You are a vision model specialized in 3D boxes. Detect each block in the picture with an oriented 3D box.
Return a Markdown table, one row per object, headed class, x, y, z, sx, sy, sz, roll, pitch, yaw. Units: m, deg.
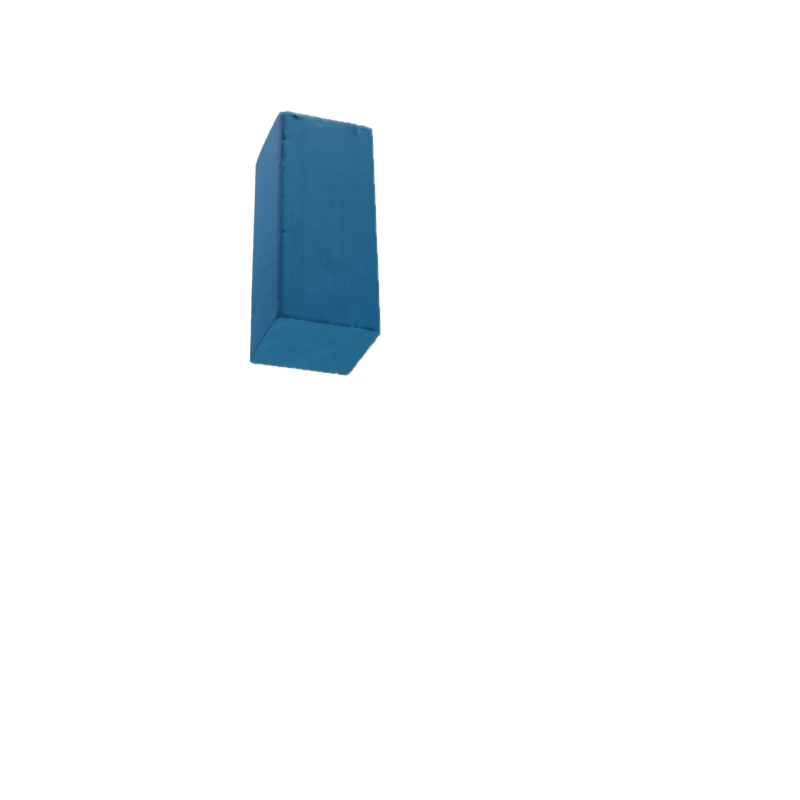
| class | x | y | z | sx | sy | sz | roll | pitch | yaw |
| --- | --- | --- | --- | --- | --- | --- | --- | --- | --- |
| block | -0.076 | -0.138 | 0.967 | 0.088 | 0.219 | 0.087 | 8 | -31 | -18 |
